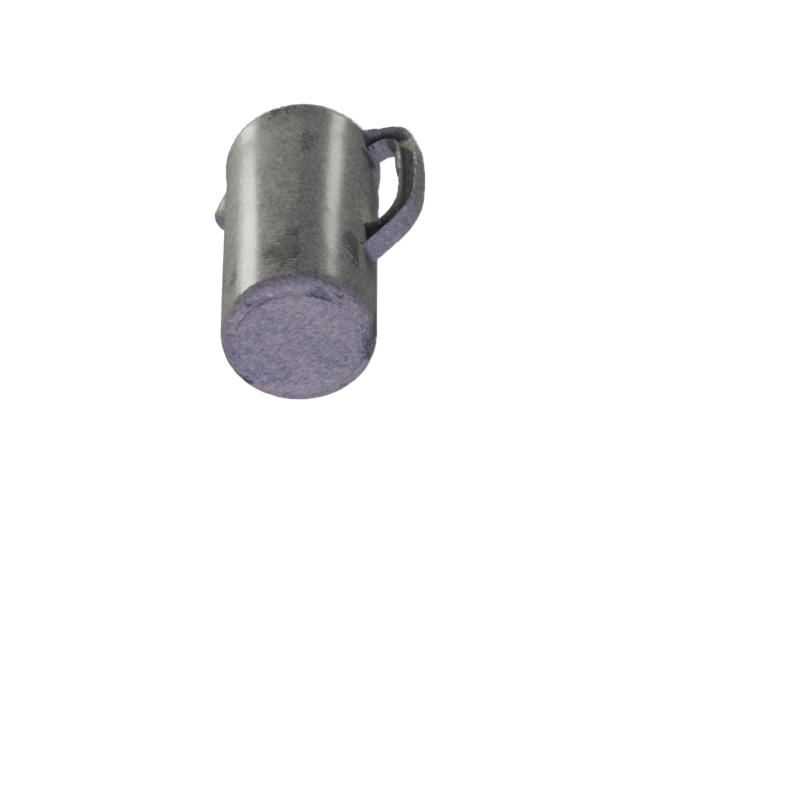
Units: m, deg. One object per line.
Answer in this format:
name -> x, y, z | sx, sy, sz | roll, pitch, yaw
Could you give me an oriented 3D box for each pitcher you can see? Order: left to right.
pitcher -> -0.067, -0.121, 0.850 | 0.142, 0.142, 0.260 | 14, 36, -14
